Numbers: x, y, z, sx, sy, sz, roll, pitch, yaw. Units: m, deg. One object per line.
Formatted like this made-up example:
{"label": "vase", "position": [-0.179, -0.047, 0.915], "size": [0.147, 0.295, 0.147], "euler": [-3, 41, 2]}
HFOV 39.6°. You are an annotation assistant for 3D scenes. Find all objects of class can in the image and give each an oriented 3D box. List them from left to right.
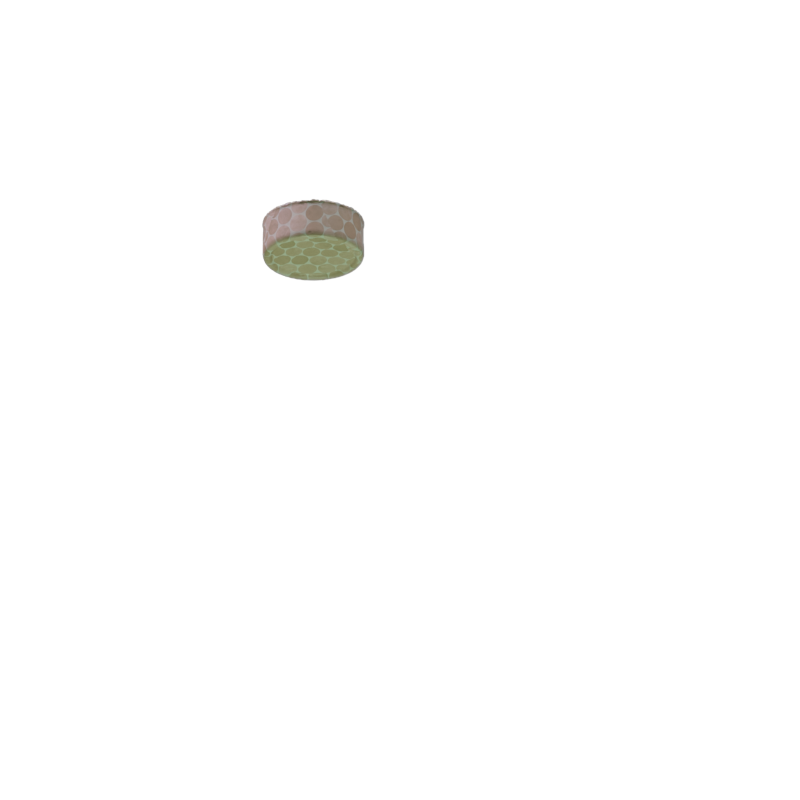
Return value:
{"label": "can", "position": [-0.072, -0.132, 0.924], "size": [0.086, 0.035, 0.081], "euler": [0, -22, -2]}
